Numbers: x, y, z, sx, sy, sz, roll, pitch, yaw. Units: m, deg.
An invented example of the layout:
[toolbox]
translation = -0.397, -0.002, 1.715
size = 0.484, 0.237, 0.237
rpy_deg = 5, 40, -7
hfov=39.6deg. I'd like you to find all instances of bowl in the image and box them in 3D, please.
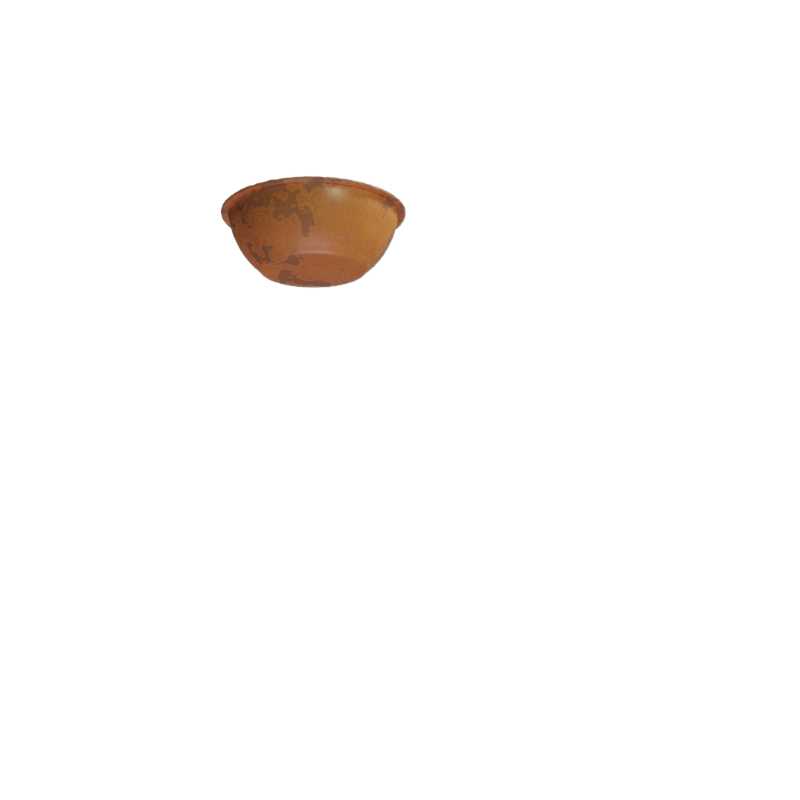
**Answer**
[bowl]
translation = -0.075, -0.137, 0.957
size = 0.162, 0.057, 0.156
rpy_deg = 0, -14, -2
